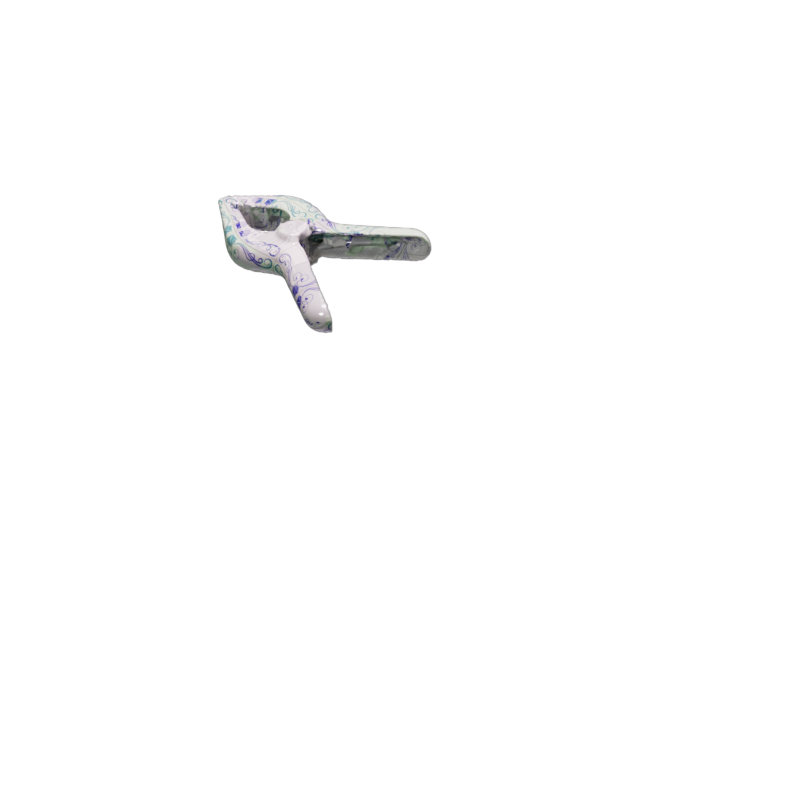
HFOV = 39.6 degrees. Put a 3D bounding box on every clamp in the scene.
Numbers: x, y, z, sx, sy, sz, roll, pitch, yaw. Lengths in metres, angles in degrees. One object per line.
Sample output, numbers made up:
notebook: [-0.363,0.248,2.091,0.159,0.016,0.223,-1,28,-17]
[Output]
clamp: [-0.065,-0.118,0.829,0.119,0.037,0.184,-27,46,-30]
